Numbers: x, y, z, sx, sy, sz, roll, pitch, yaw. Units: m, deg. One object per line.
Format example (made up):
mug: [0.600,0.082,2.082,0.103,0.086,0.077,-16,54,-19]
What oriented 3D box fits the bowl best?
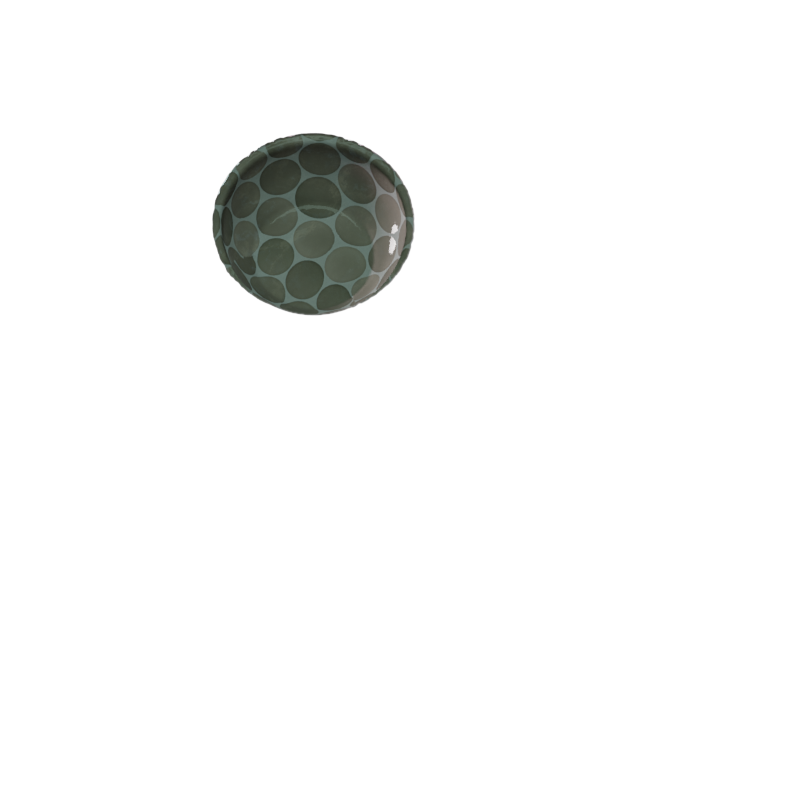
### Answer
bowl: [-0.068,-0.123,0.862,0.162,0.153,0.058,1,30,-1]
